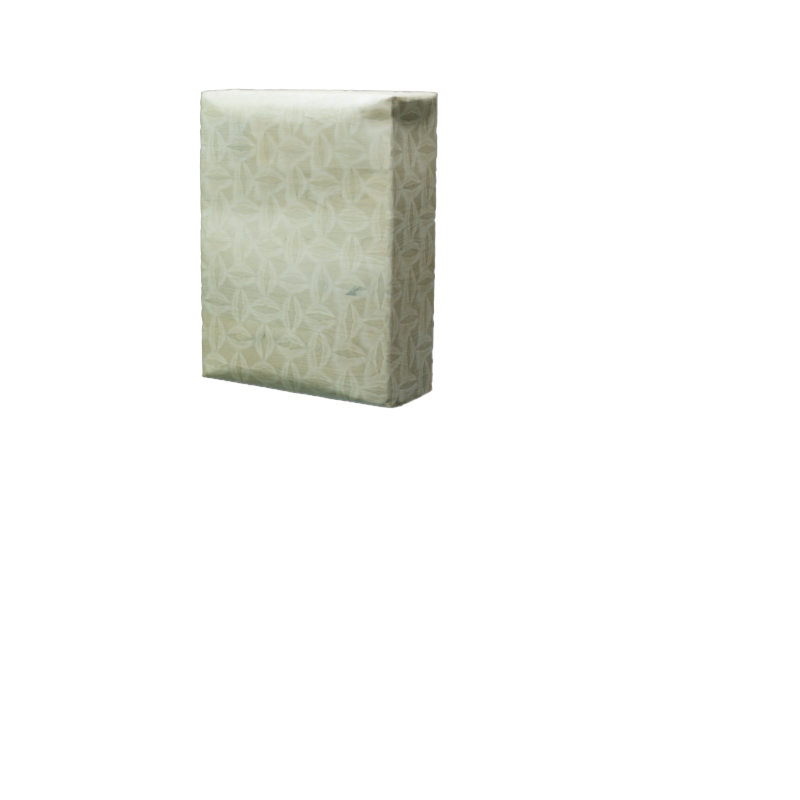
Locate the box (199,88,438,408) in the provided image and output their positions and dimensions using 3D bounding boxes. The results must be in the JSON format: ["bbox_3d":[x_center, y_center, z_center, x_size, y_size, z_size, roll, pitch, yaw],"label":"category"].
[{"bbox_3d":[-0.062,-0.113,0.788,0.171,0.209,0.070,8,12,31],"label":"box"}]
